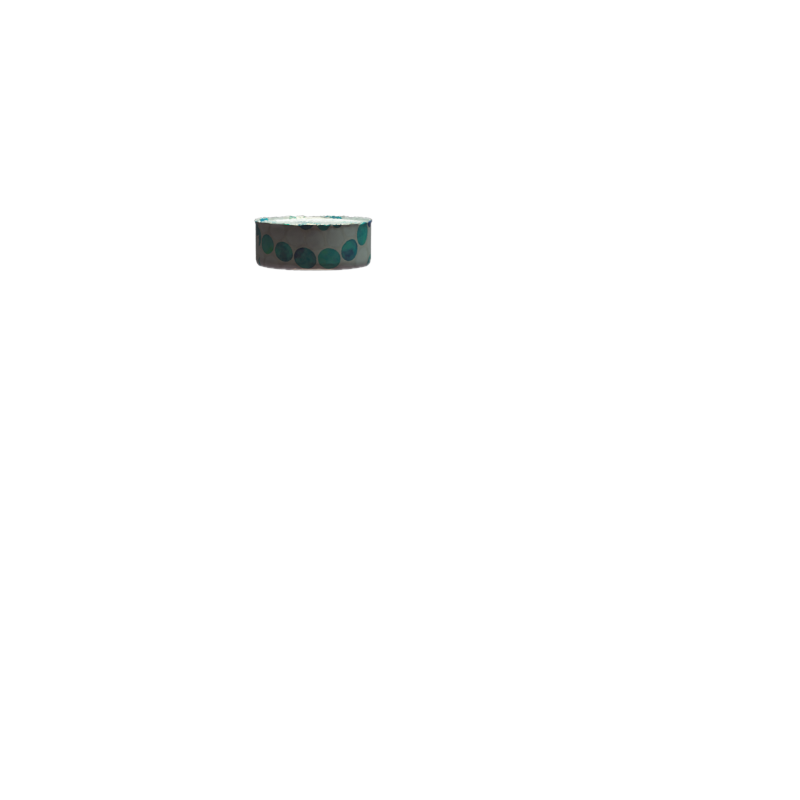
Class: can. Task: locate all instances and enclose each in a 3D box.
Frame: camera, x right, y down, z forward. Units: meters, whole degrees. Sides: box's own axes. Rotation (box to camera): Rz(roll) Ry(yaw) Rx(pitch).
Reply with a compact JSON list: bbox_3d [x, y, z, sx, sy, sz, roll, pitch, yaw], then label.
[{"bbox_3d":[-0.063,-0.115,0.808,0.086,0.033,0.088,0,12,-2],"label":"can"}]
